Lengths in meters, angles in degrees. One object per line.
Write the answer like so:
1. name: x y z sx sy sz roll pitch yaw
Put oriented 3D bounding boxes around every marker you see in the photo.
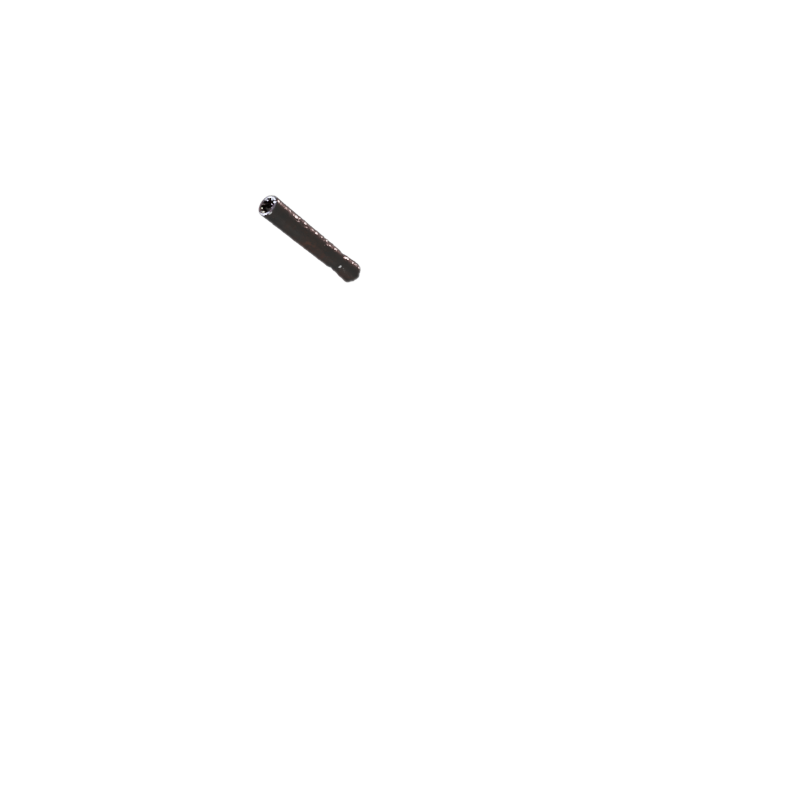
1. marker: -0.071 -0.129 0.902 0.021 0.020 0.112 3 -22 41
